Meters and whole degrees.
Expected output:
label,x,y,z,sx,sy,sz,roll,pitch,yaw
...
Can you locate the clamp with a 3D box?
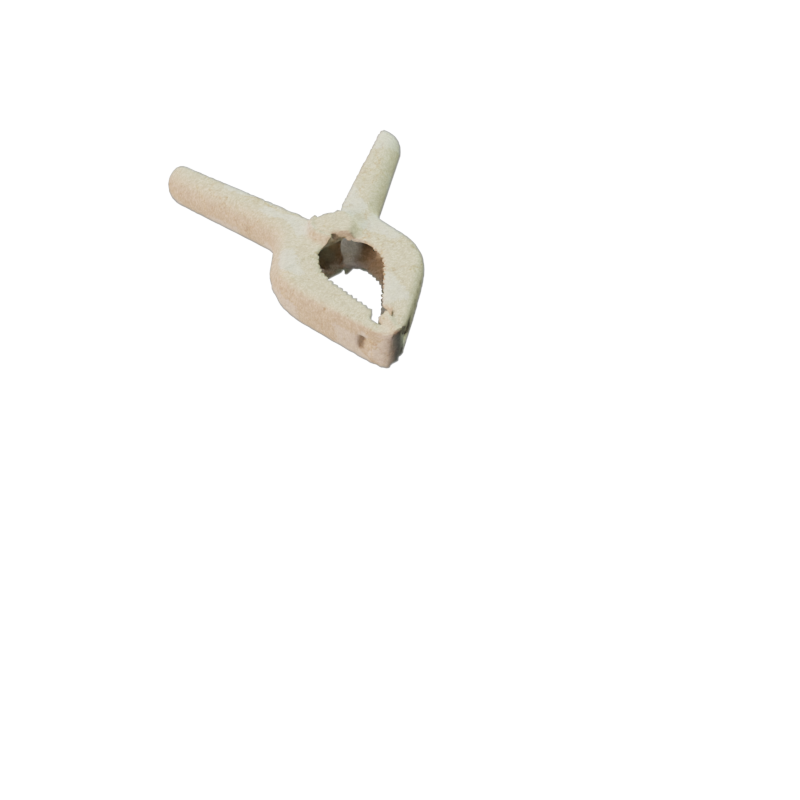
label,x,y,z,sx,sy,sz,roll,pitch,yaw
clamp,-0.055,-0.100,0.698,0.163,0.034,0.227,-10,44,-10
